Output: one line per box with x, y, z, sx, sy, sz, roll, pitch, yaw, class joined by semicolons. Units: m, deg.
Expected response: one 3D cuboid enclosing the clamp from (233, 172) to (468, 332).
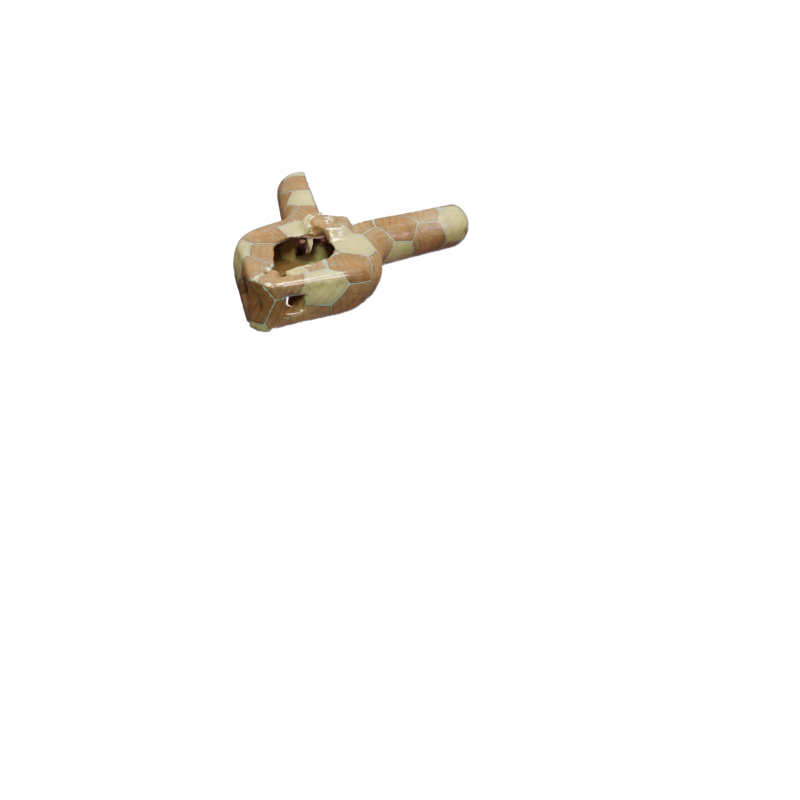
-0.048;-0.088;0.619;0.126;0.037;0.172;14;28;27;clamp
